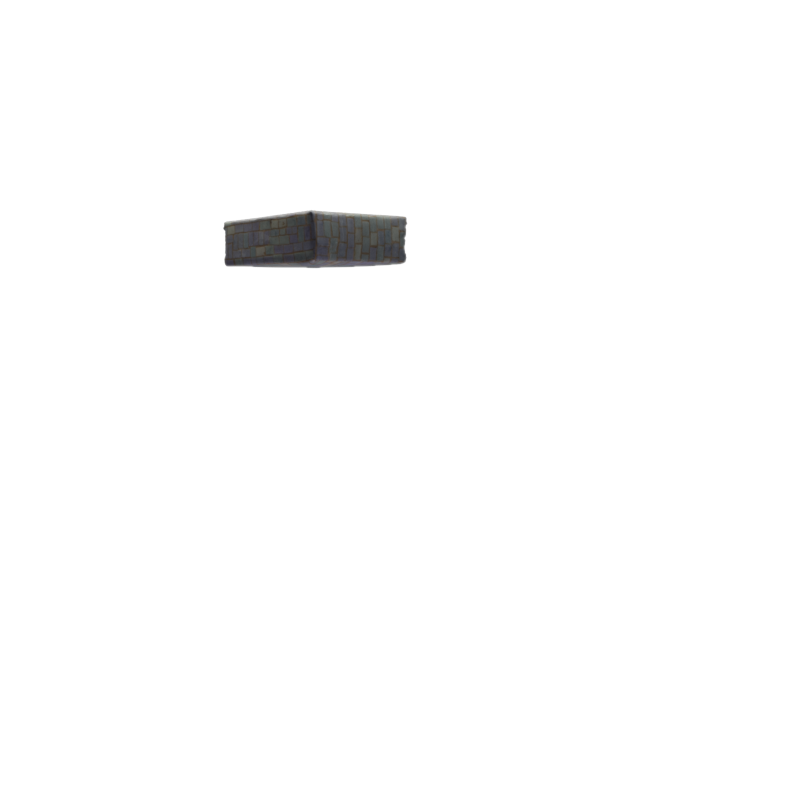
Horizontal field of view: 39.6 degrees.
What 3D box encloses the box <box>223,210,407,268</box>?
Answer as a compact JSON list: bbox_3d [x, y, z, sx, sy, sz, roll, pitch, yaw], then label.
[{"bbox_3d":[-0.065,-0.117,0.823,0.087,0.039,0.118,-4,7,-40],"label":"box"}]
